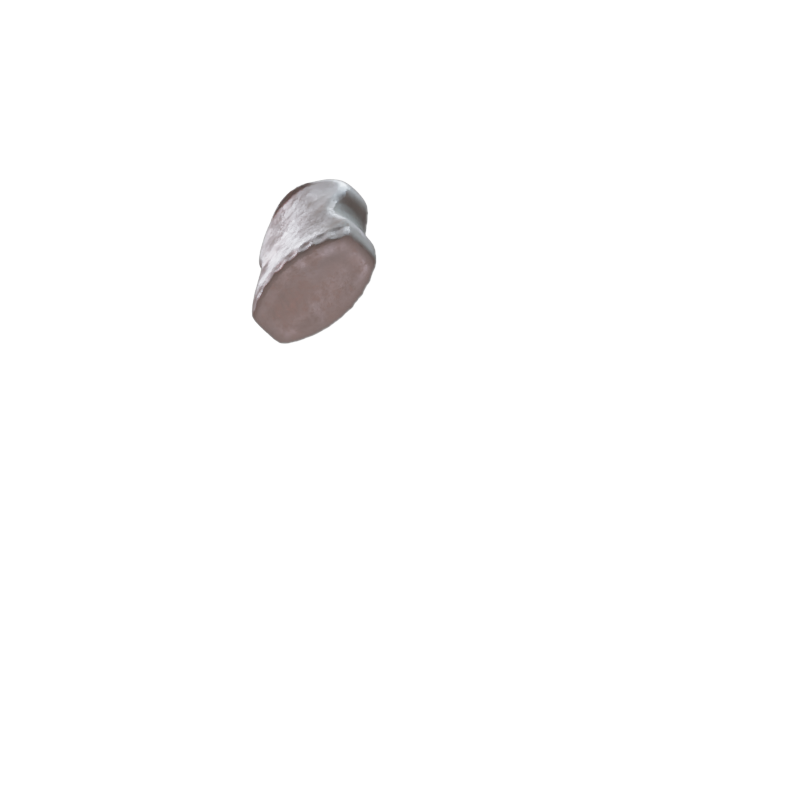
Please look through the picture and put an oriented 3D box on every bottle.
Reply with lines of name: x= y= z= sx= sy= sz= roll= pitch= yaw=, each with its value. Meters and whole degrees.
bottle: x=-0.067 y=-0.122 z=0.856 sx=0.056 sy=0.095 sz=0.203 roll=42 pitch=18 yaw=-23
